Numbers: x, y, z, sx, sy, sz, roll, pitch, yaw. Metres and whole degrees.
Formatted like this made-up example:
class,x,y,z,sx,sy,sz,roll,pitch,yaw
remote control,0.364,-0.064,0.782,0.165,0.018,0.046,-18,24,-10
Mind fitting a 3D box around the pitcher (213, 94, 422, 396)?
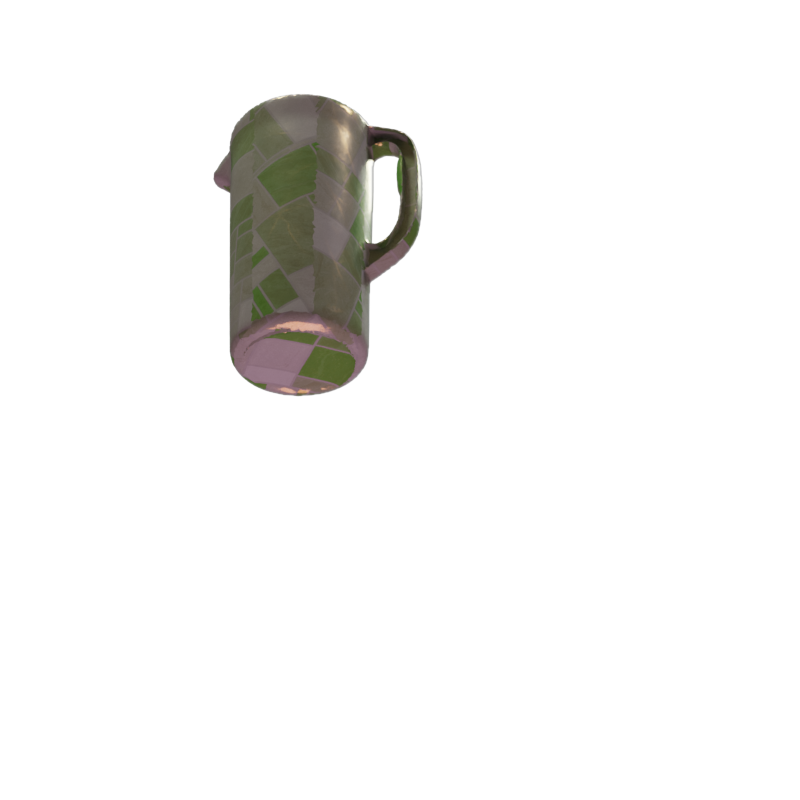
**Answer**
class,x,y,z,sx,sy,sz,roll,pitch,yaw
pitcher,-0.073,-0.132,0.927,0.138,0.260,0.145,19,-42,-26
